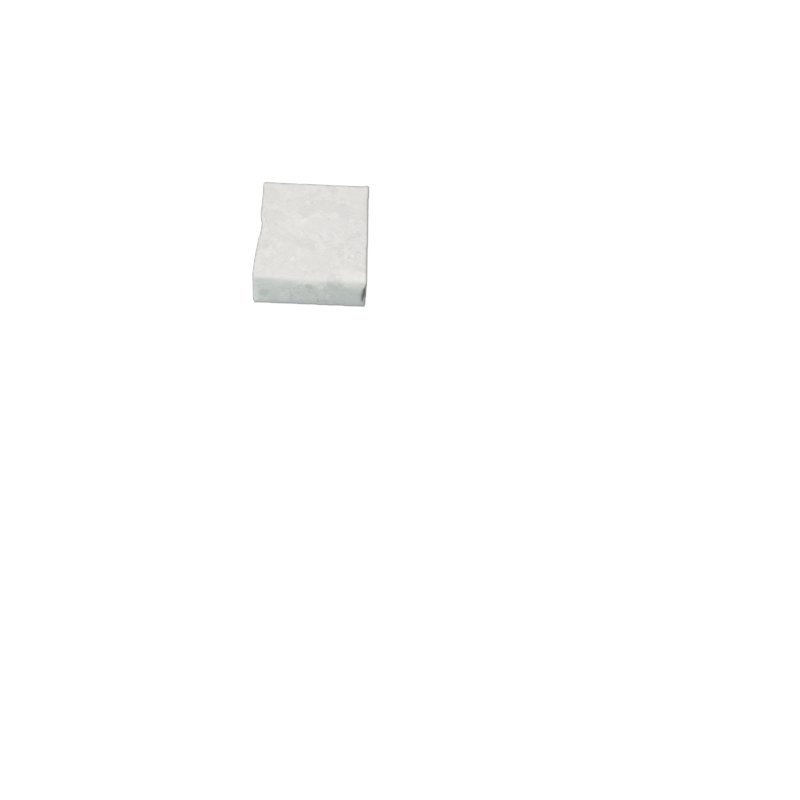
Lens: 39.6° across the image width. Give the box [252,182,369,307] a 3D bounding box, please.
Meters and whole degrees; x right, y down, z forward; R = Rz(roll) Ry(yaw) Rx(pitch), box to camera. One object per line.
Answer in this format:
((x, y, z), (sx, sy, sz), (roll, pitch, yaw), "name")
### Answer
((-0.057, -0.105, 0.734), (0.073, 0.095, 0.028), (2, -39, 1), "box")
